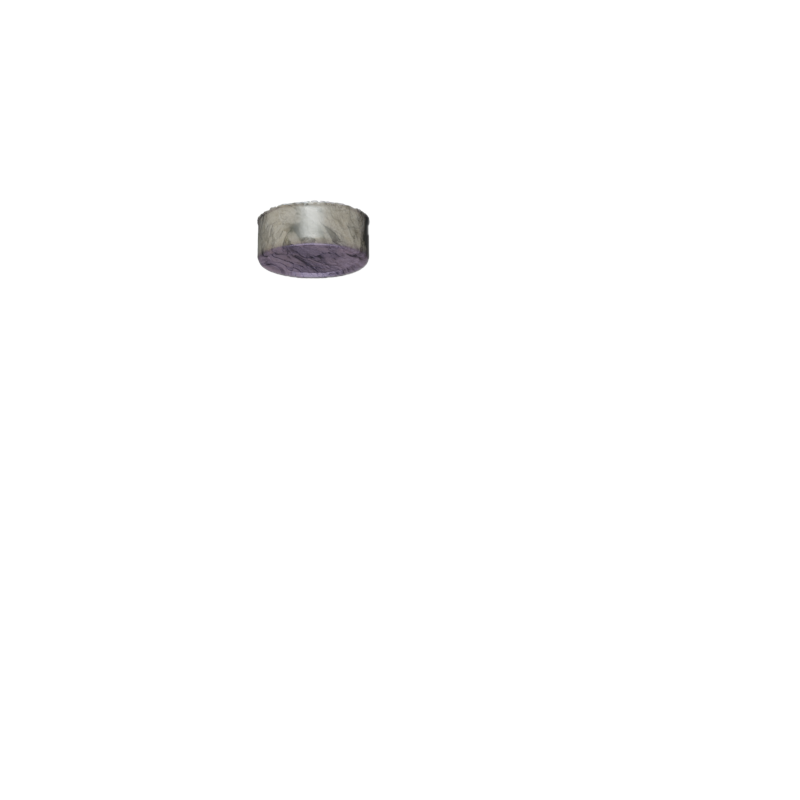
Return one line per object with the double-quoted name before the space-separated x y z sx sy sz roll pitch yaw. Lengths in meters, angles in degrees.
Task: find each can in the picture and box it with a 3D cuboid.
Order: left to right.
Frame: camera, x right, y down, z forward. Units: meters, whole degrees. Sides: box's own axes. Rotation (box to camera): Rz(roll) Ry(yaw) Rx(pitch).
"can" -0.066 -0.120 0.840 0.086 0.035 0.083 0 -13 -2
